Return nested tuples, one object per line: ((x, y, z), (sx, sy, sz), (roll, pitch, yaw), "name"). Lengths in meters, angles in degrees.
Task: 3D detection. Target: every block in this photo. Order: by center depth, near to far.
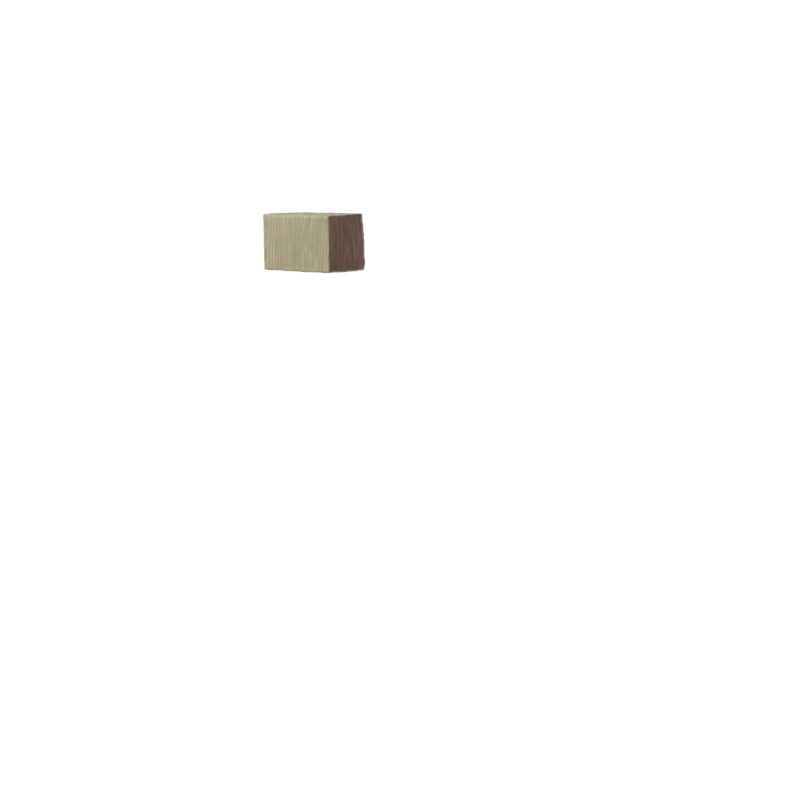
((-0.078, -0.142, 0.993), (0.081, 0.051, 0.051), (6, 9, 36), "block")
